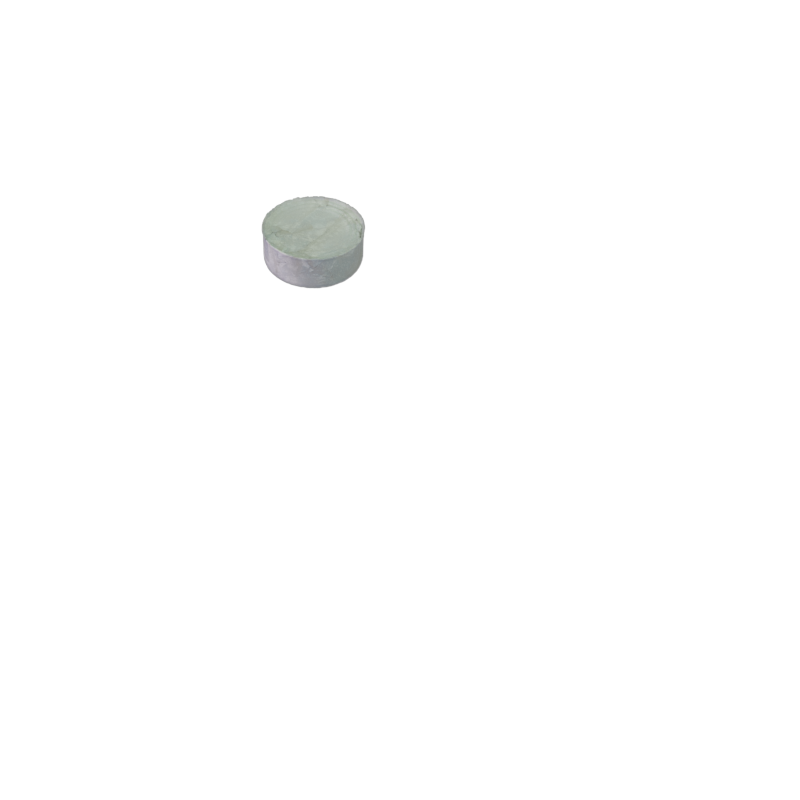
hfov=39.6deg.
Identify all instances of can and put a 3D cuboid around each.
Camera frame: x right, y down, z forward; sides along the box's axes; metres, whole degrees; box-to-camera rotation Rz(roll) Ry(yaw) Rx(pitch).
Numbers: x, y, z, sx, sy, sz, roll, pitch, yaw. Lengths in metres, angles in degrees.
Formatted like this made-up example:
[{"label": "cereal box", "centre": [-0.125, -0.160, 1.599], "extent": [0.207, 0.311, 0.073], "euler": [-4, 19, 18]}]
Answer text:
[{"label": "can", "centre": [-0.073, -0.132, 0.928], "extent": [0.086, 0.031, 0.092], "euler": [-1, 43, -2]}]
